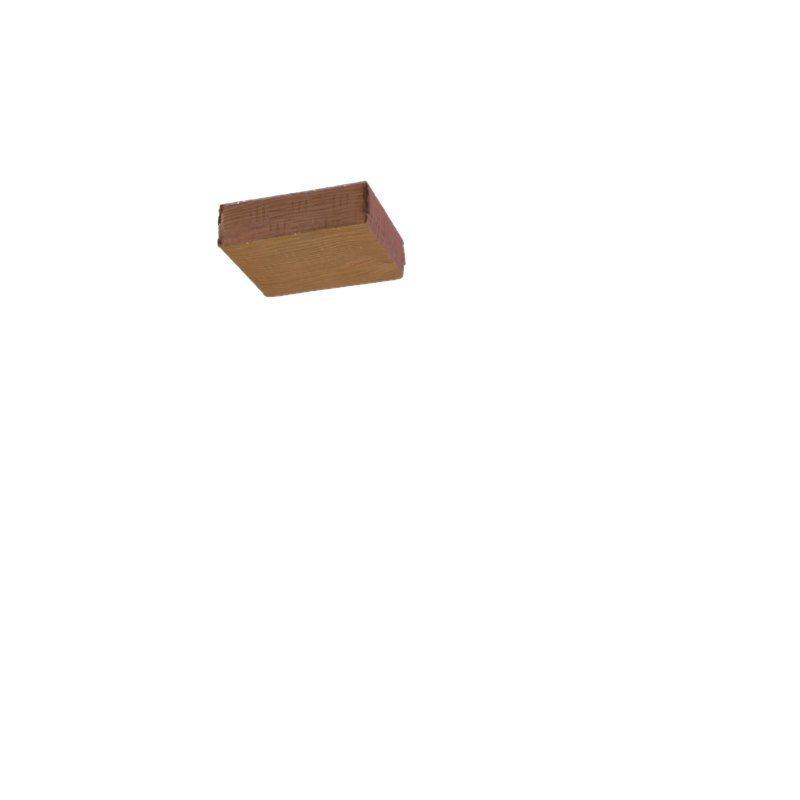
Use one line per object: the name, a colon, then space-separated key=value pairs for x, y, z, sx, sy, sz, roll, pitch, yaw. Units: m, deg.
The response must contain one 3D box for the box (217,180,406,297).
box: x=-0.062 y=-0.113 z=0.793 sx=0.115 sy=0.041 sz=0.083 roll=-8 pitch=-25 yaw=16
